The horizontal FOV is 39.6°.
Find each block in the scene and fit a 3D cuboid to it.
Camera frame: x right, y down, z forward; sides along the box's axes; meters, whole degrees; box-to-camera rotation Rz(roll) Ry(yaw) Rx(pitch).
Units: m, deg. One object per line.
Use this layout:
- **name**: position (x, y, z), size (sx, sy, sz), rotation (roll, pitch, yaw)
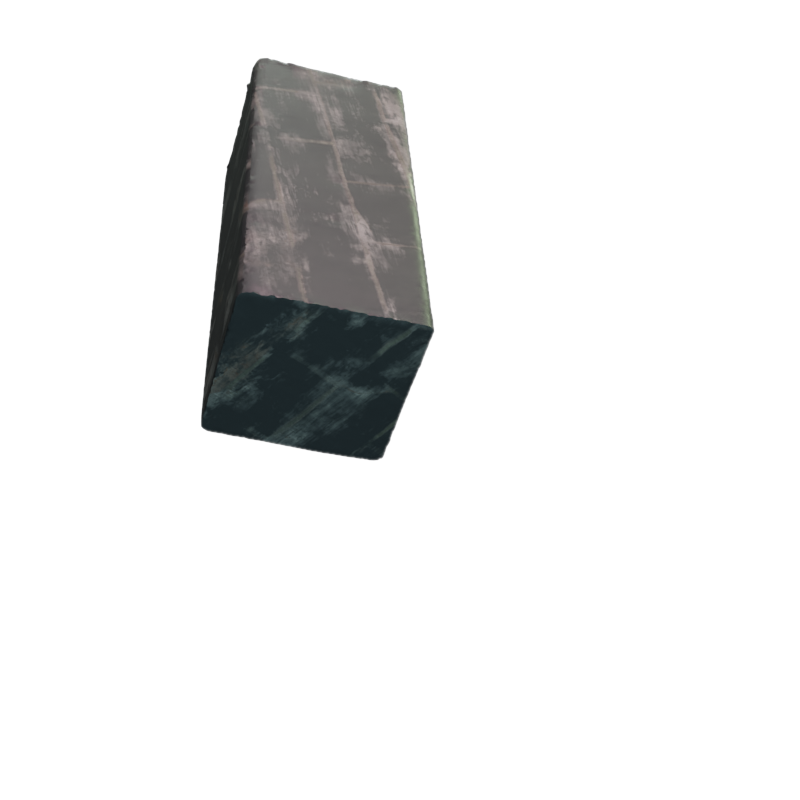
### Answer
- **block**: position (-0.046, -0.082, 0.576), size (0.088, 0.086, 0.221), rotation (10, 41, -13)
